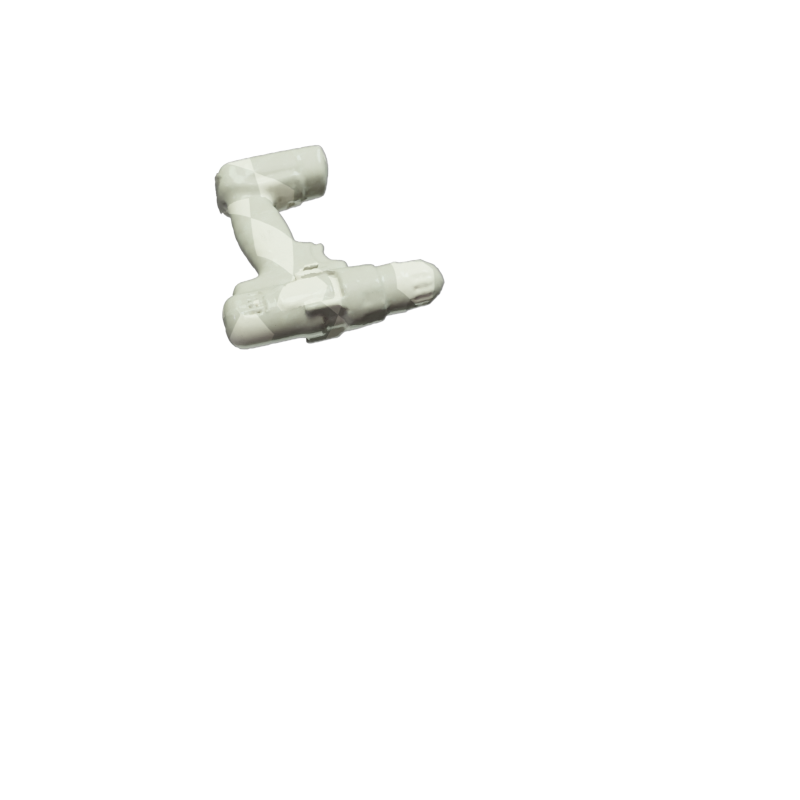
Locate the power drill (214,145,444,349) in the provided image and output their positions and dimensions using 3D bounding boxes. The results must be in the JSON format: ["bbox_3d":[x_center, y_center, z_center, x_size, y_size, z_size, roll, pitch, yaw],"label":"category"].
[{"bbox_3d":[-0.074,-0.135,0.949,0.183,0.203,0.053,-13,-39,-11],"label":"power drill"}]
